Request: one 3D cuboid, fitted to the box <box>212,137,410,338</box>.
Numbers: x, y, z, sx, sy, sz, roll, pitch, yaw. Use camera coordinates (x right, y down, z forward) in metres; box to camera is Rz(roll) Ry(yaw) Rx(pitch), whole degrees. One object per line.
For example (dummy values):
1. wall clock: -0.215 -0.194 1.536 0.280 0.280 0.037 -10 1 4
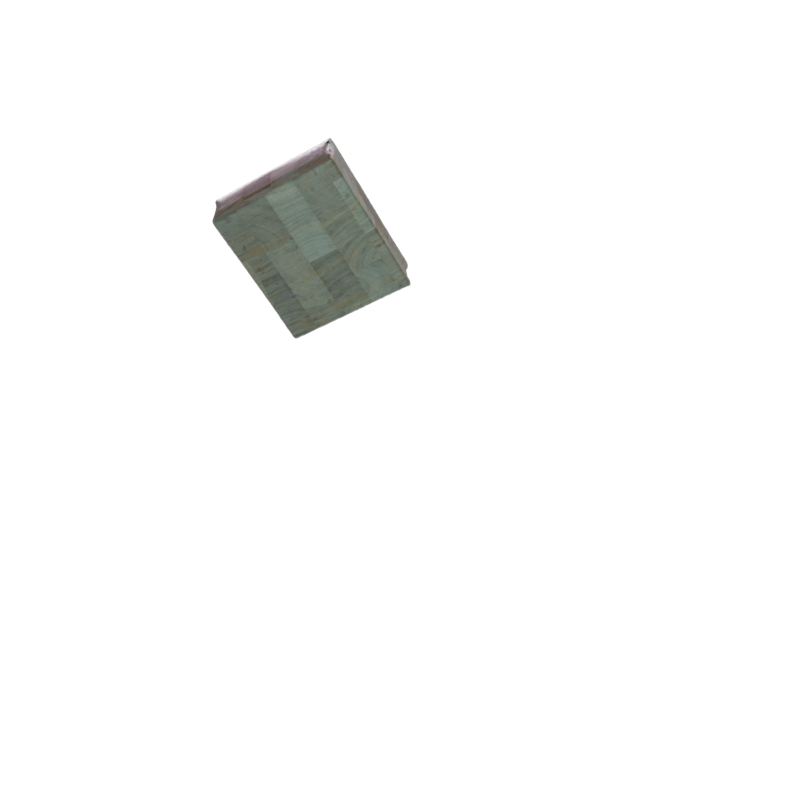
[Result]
1. box: -0.047 -0.085 0.598 0.073 0.084 0.032 -26 28 14
